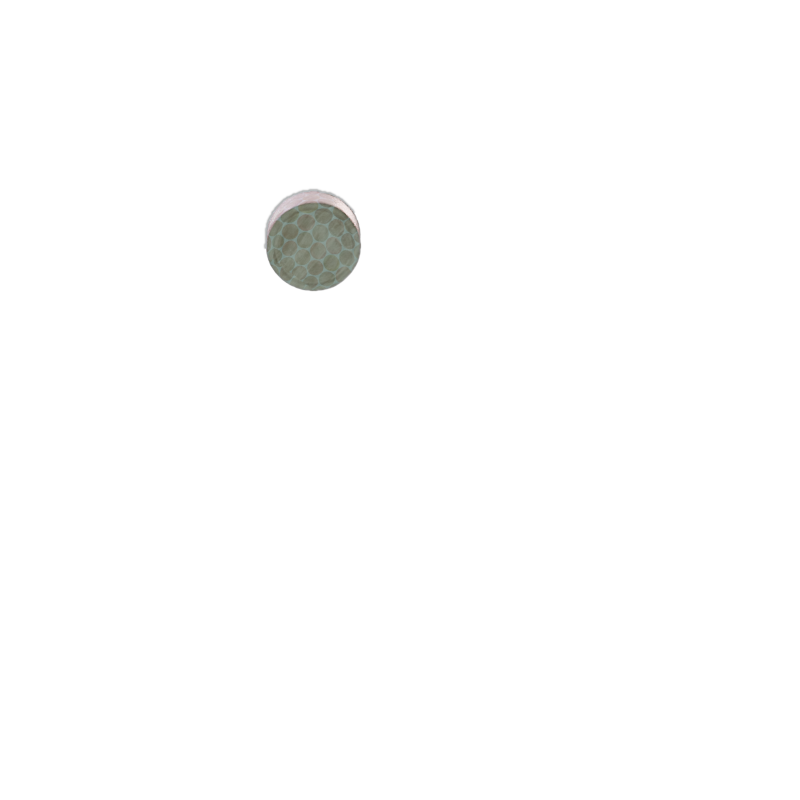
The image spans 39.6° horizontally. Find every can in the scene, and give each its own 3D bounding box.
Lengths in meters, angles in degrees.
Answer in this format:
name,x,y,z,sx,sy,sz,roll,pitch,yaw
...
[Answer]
name,x,y,z,sx,sy,sz,roll,pitch,yaw
can,-0.078,-0.141,0.991,0.086,0.082,0.035,0,21,-1
